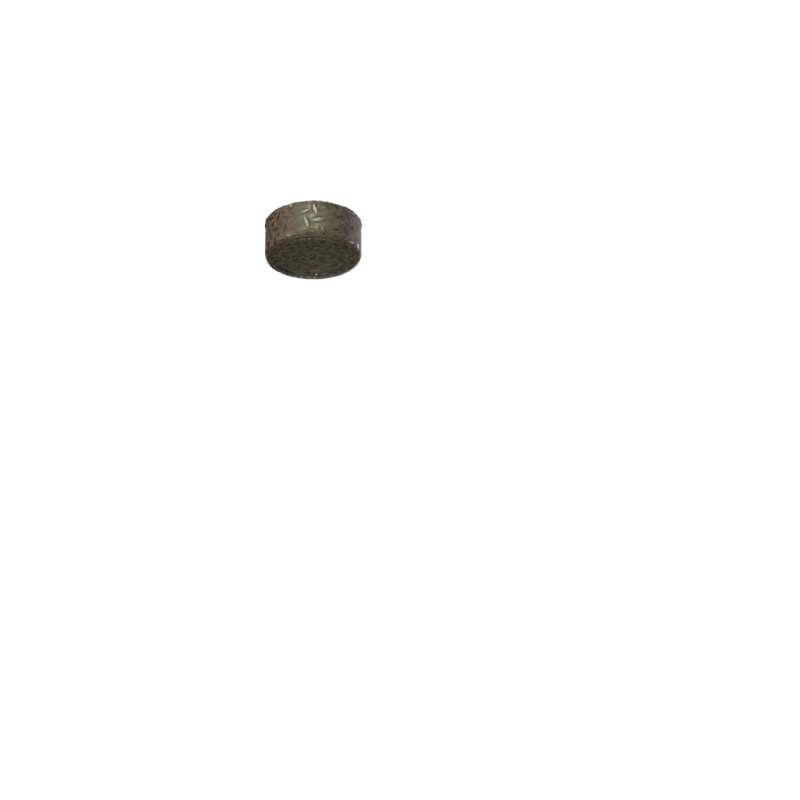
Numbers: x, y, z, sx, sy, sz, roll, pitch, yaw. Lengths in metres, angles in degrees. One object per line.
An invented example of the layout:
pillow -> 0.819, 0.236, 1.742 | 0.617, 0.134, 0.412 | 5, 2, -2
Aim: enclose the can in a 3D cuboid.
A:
can -> -0.076, -0.138, 0.969 | 0.086, 0.035, 0.081 | 1, -23, -2
